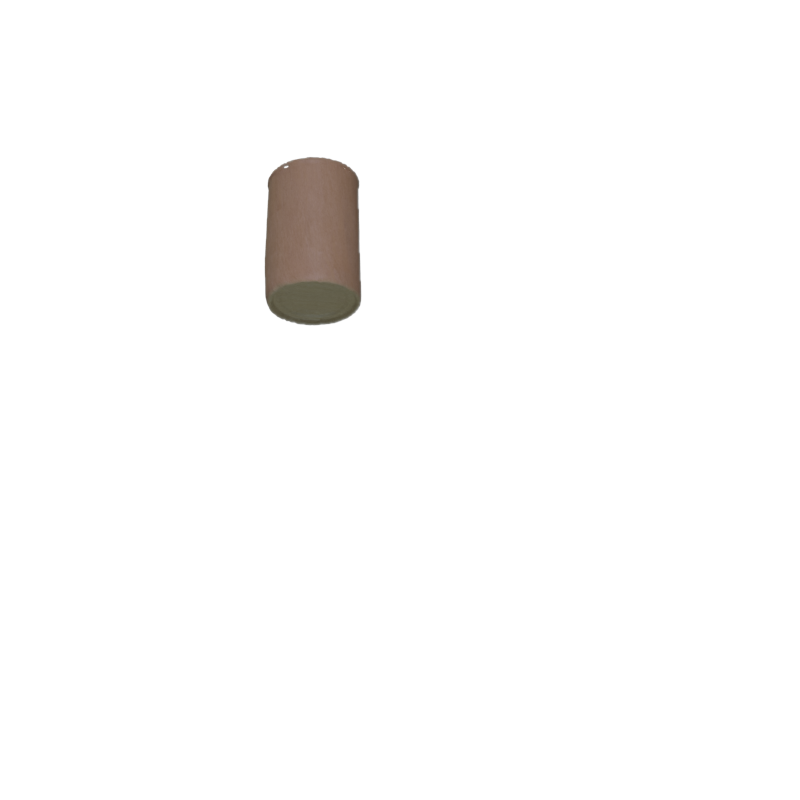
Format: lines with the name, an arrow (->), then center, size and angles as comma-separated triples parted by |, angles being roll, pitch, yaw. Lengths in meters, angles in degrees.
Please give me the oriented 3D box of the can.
can -> -0.062, -0.113, 0.794 | 0.068, 0.109, 0.064 | 0, -29, -2
